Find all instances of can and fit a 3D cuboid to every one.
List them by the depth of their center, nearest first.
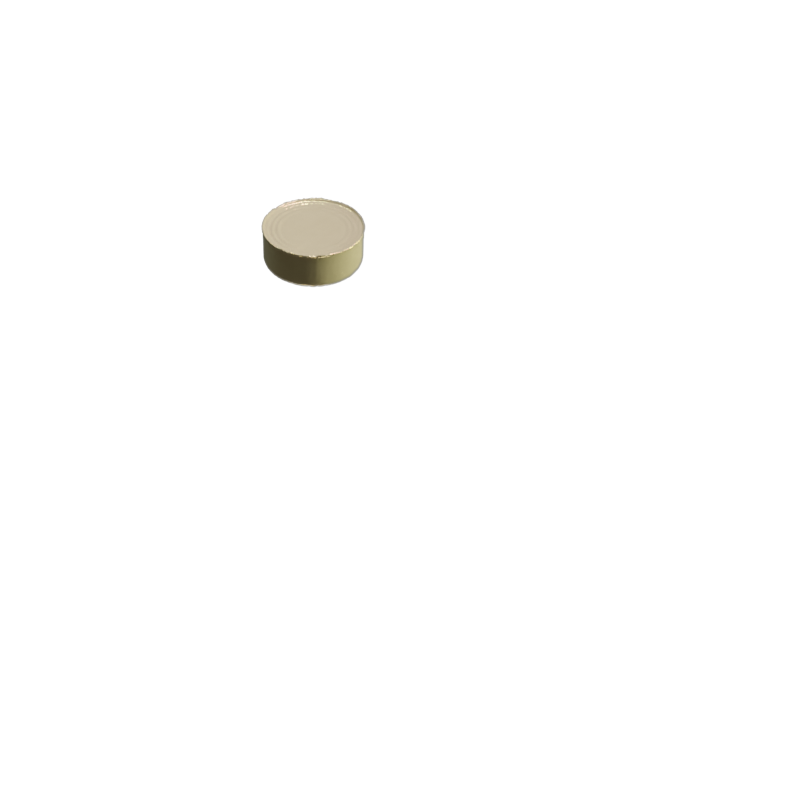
[{"bbox_3d":[-0.073,-0.132,0.926,0.086,0.031,0.092,-1,40,-2],"label":"can"}]
